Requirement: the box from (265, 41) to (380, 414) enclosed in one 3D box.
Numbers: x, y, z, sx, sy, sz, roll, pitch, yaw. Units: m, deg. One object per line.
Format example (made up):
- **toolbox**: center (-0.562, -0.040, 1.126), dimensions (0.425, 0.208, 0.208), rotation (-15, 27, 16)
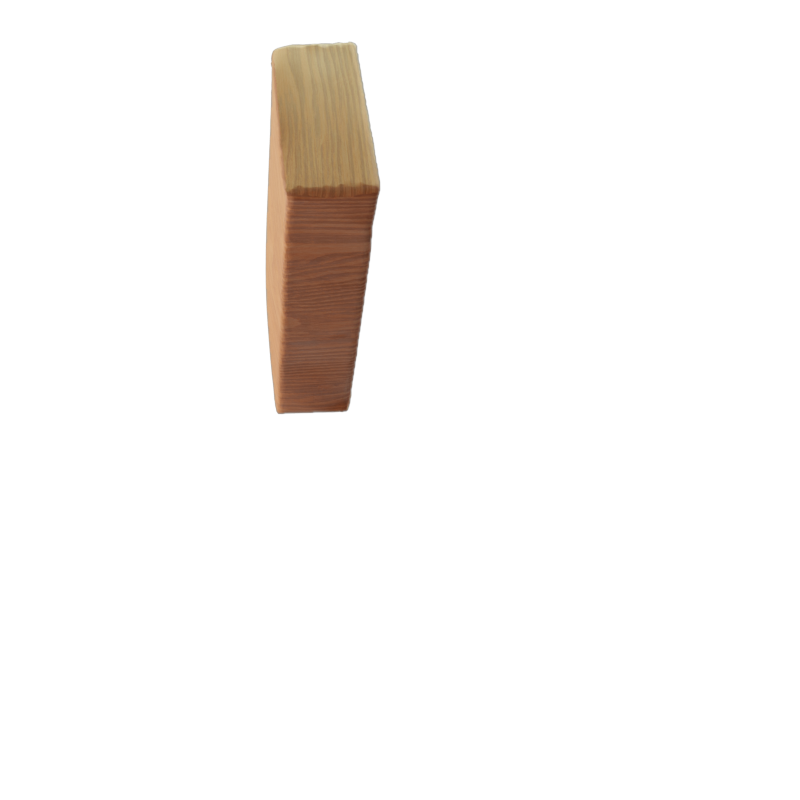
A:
- **box**: center (-0.042, -0.077, 0.537), dimensions (0.048, 0.100, 0.165), rotation (-4, -34, -7)
